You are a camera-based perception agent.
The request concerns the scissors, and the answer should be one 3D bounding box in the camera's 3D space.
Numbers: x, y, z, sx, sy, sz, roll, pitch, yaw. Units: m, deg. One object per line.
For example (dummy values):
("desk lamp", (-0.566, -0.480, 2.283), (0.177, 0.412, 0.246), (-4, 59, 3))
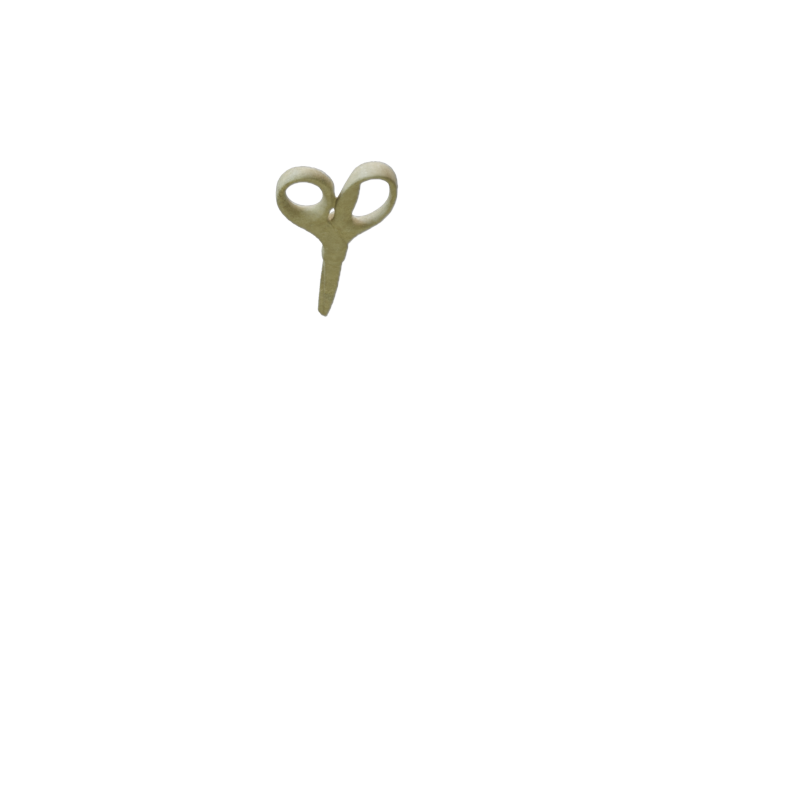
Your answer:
("scissors", (-0.066, -0.121, 0.848), (0.093, 0.017, 0.195), (12, -31, -20))
